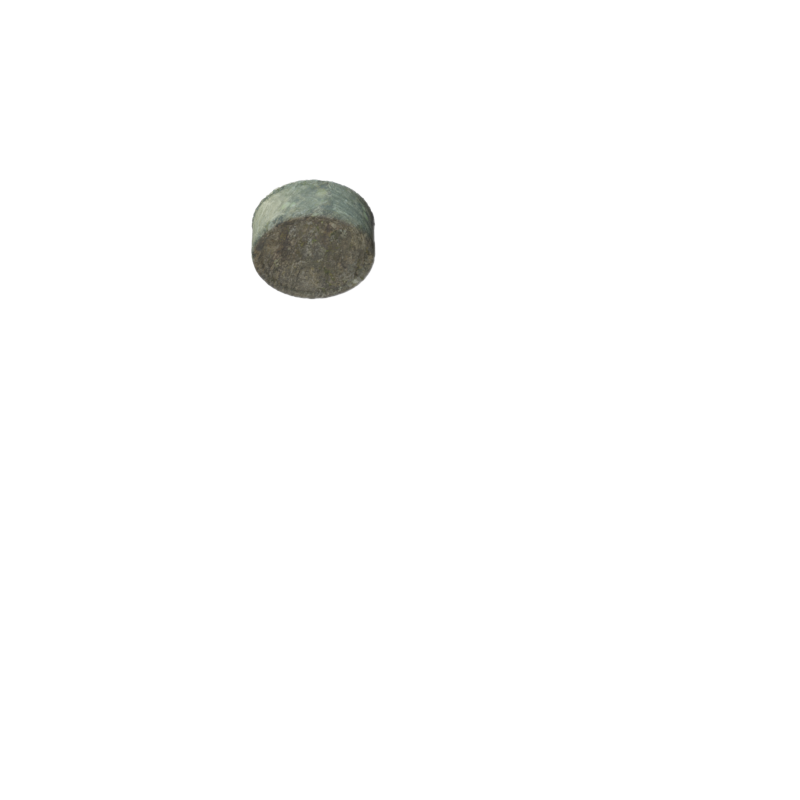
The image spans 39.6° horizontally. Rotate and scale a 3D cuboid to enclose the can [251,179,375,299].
[{"bbox_3d":[-0.060,-0.109,0.761,0.086,0.036,0.080,1,-41,-1],"label":"can"}]
